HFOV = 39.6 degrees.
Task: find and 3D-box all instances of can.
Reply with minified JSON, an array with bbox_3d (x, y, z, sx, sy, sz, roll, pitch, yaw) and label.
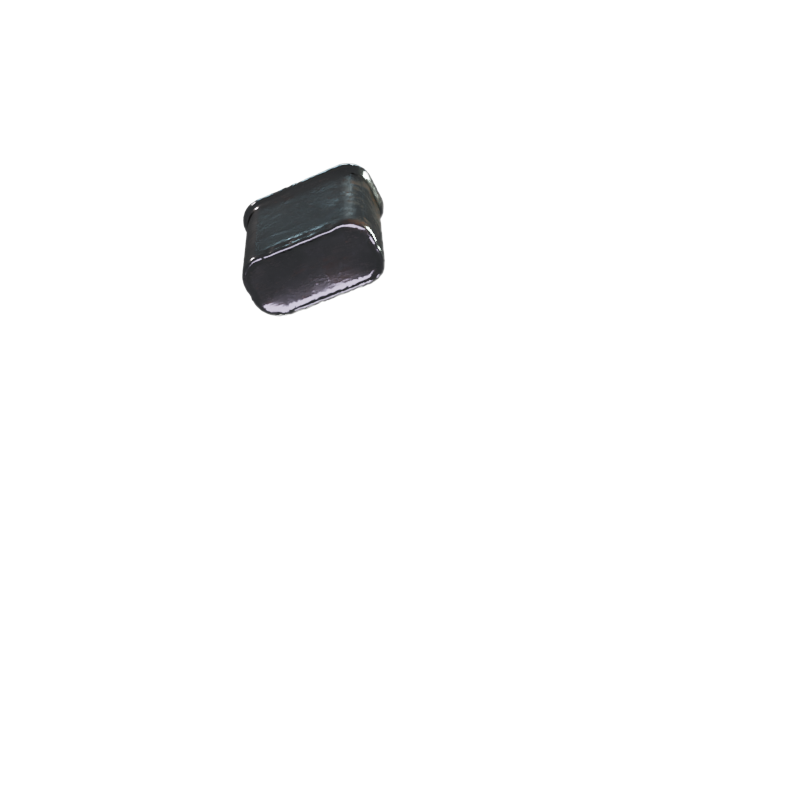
[{"bbox_3d":[-0.061,-0.112,0.782,0.102,0.054,0.089,-21,33,12],"label":"can"}]
